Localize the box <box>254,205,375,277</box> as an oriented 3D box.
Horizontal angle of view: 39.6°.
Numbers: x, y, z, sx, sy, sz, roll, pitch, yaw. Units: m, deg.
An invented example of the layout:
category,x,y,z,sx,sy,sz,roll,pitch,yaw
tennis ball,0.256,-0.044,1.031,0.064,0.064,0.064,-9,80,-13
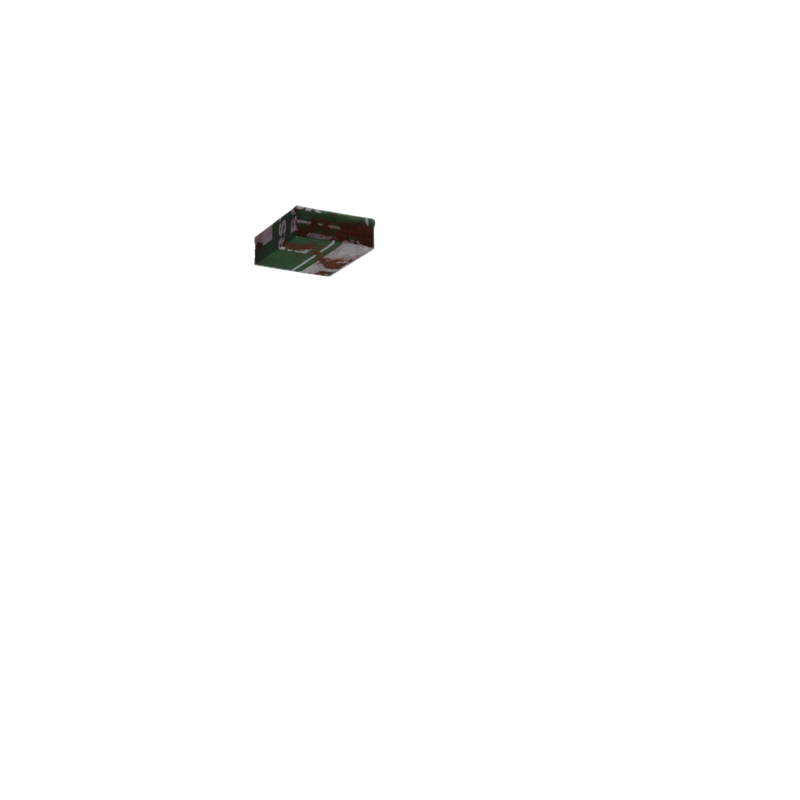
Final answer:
category,x,y,z,sx,sy,sz,roll,pitch,yaw
box,-0.073,-0.133,0.931,0.070,0.031,0.089,7,-14,-27
